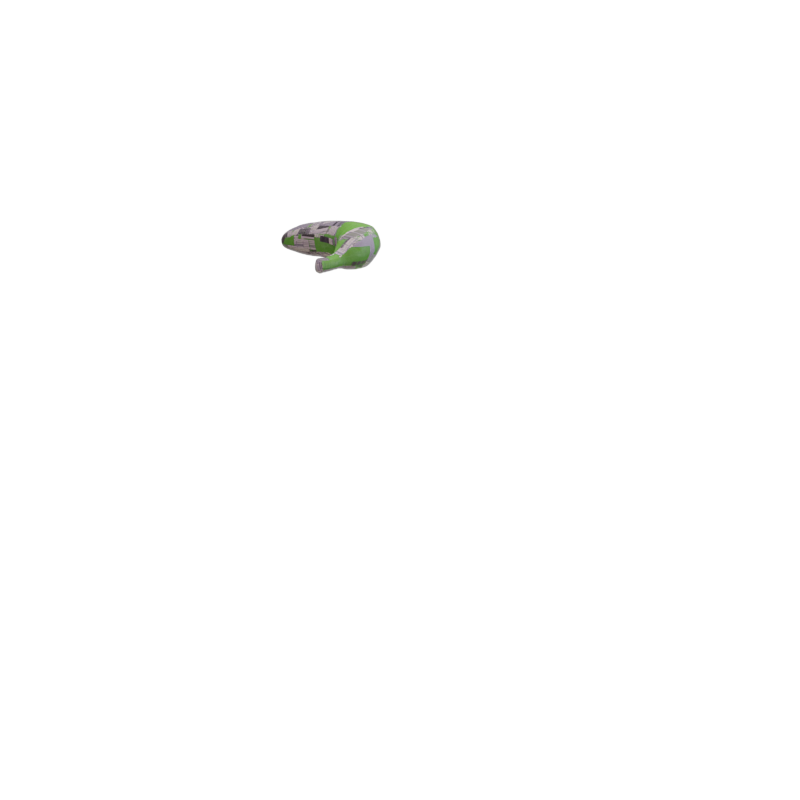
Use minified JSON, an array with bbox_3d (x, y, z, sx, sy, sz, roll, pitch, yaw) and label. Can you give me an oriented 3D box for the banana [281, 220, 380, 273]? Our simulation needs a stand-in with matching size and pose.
[{"bbox_3d":[-0.059,-0.141,0.989,0.068,0.036,0.205,-2,12,-13],"label":"banana"}]
